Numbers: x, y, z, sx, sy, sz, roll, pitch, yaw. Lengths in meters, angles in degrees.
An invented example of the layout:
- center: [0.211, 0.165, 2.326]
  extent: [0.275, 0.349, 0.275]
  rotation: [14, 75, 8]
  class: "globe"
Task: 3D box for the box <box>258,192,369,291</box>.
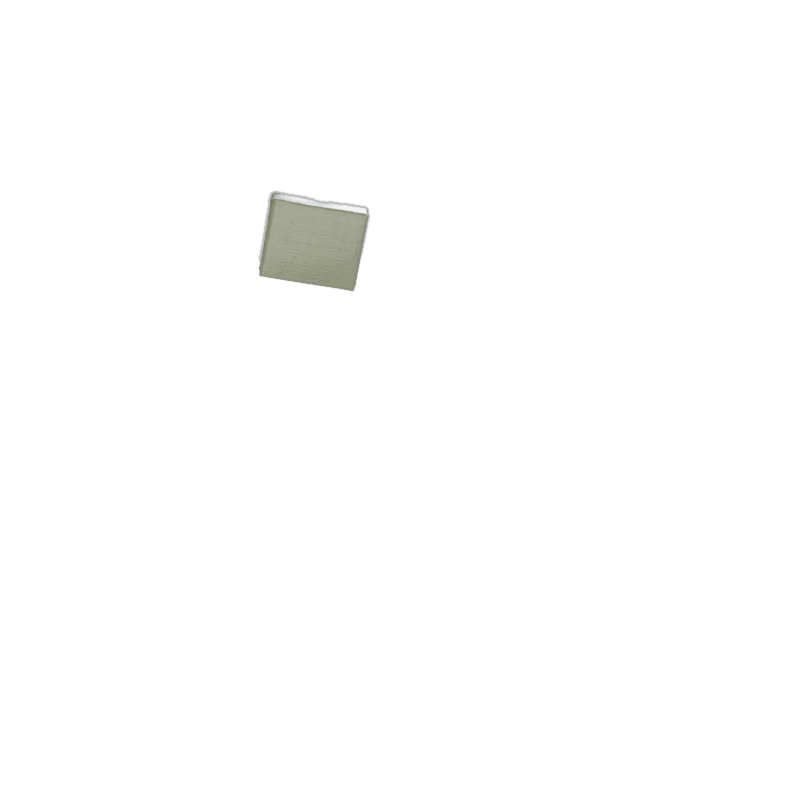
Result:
- center: [-0.078, -0.142, 0.994]
  extent: [0.089, 0.071, 0.031]
  rotation: [10, 17, -3]
  class: "box"
